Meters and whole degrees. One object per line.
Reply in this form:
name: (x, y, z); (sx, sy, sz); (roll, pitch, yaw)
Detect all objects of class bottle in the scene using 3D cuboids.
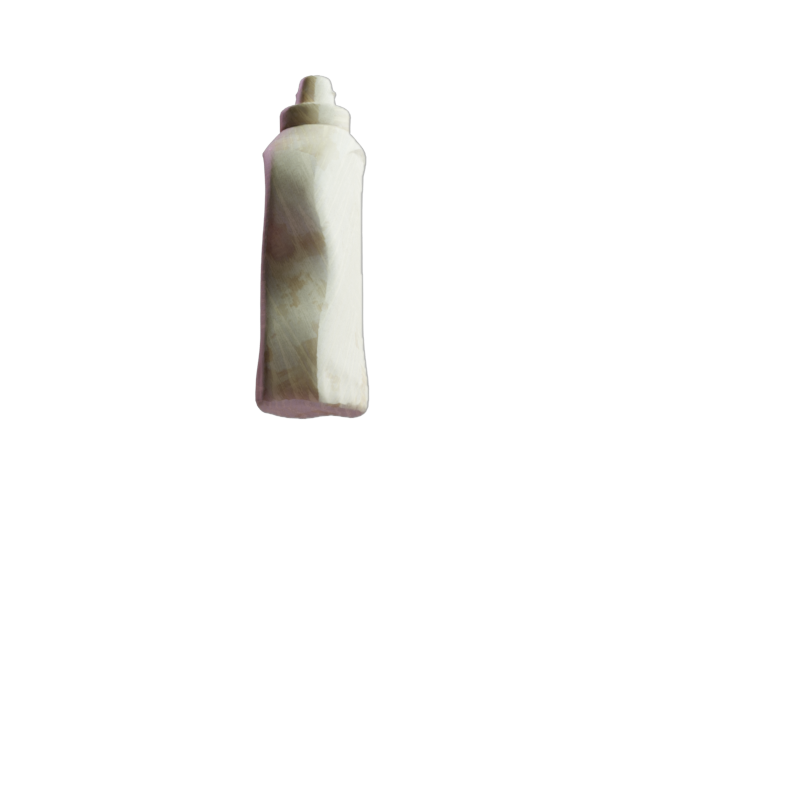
bottle: (-0.048, -0.088, 0.619); (0.059, 0.197, 0.092); (-4, -12, 13)
